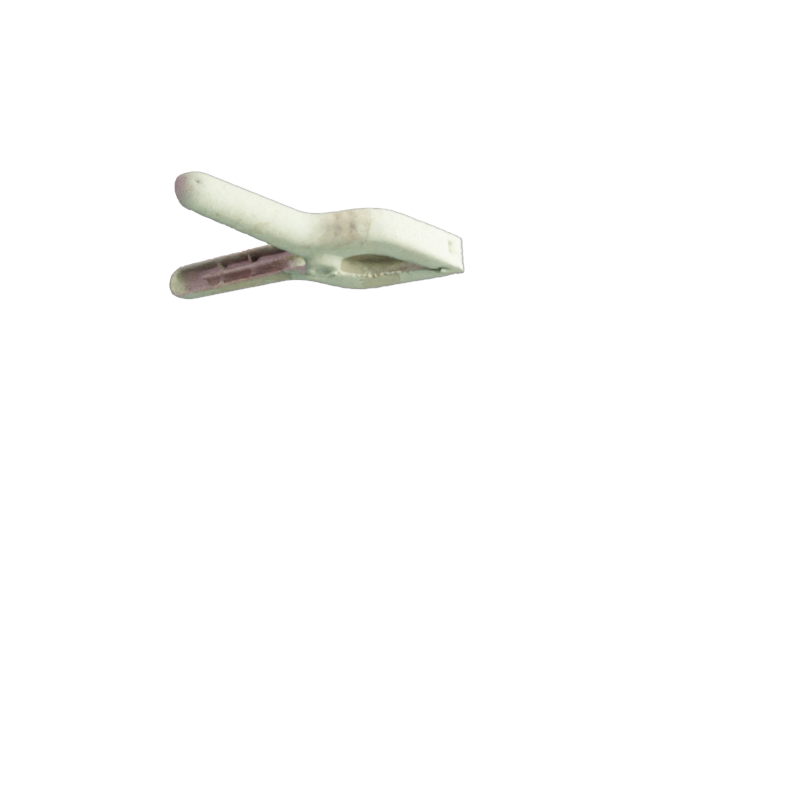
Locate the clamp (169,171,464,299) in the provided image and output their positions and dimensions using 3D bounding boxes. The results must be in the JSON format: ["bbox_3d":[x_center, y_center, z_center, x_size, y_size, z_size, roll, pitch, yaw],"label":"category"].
[{"bbox_3d":[-0.059,-0.108,0.753,0.209,0.038,0.157,1,-18,-2],"label":"clamp"}]
